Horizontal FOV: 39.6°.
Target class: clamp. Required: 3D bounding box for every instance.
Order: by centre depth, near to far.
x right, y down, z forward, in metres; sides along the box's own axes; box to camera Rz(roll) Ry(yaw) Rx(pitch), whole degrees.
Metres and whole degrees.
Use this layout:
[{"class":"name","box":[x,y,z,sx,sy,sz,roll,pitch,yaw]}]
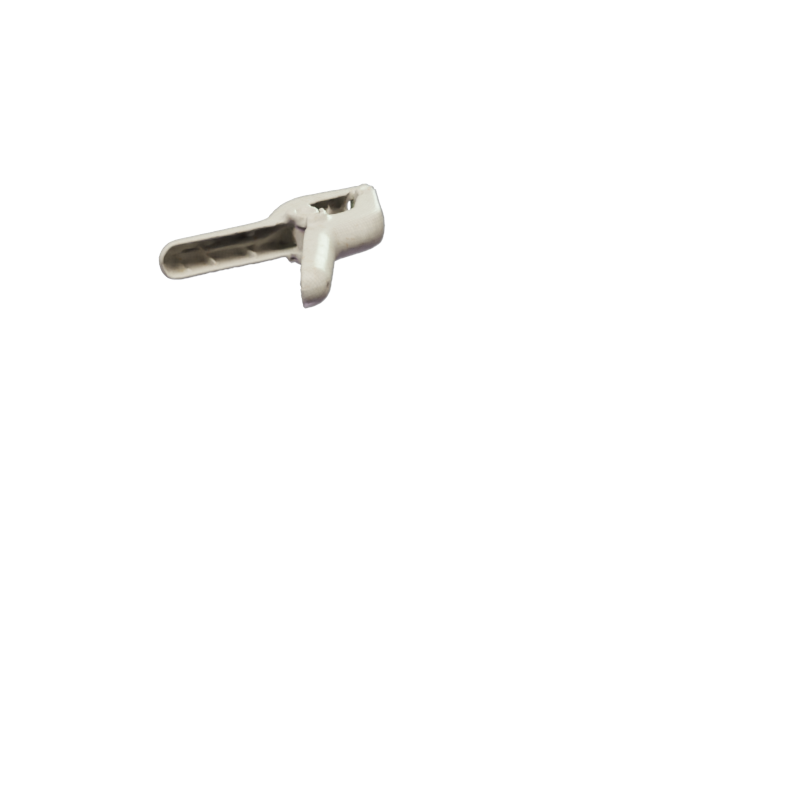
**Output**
[{"class":"clamp","box":[-0.056,-0.102,0.714,0.127,0.037,0.171,23,38,33]}]
